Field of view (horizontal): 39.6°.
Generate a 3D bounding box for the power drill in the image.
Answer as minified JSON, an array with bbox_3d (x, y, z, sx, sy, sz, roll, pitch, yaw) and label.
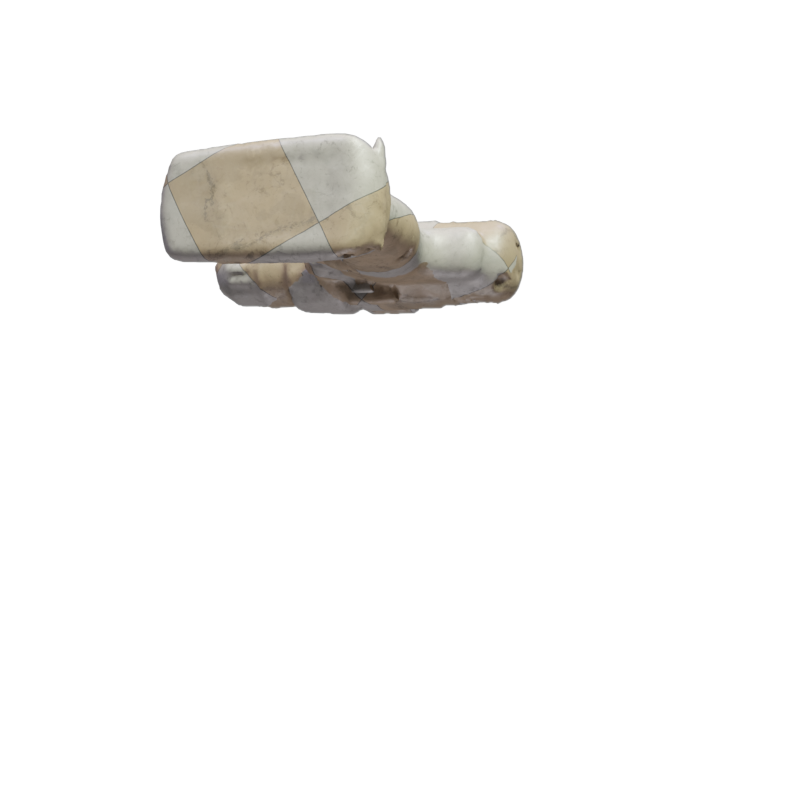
[{"bbox_3d":[-0.045,-0.082,0.575,0.189,0.059,0.179,-2,-5,22],"label":"power drill"}]
